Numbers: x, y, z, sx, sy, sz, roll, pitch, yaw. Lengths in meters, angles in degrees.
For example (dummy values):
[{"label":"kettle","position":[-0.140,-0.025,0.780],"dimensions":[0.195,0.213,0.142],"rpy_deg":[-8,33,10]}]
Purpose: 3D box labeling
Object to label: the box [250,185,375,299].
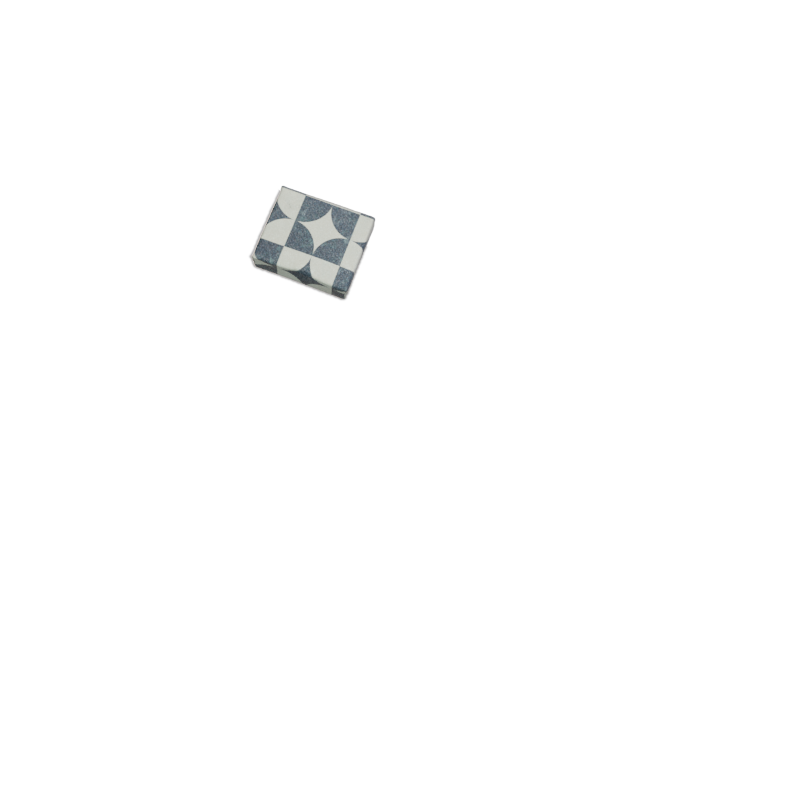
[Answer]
[{"label":"box","position":[-0.076,-0.138,0.969],"dimensions":[0.090,0.075,0.029],"rpy_deg":[20,-18,6]}]
